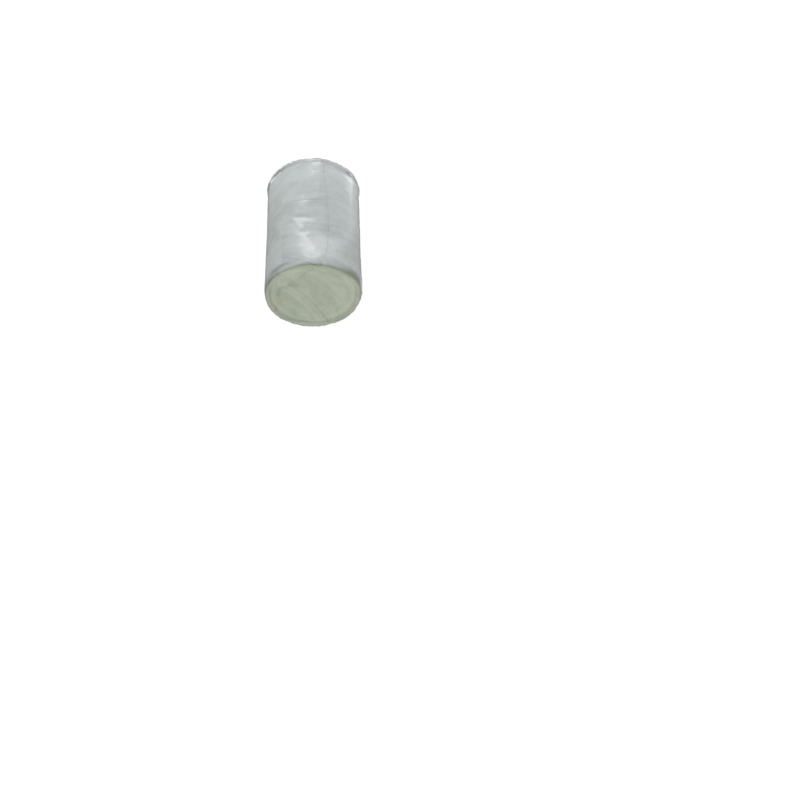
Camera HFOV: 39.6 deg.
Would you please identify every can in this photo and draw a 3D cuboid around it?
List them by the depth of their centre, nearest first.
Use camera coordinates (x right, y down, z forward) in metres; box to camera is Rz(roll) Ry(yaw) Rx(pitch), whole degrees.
[{"bbox_3d":[-0.061,-0.112,0.782,0.068,0.110,0.064,-1,-39,-3],"label":"can"}]
